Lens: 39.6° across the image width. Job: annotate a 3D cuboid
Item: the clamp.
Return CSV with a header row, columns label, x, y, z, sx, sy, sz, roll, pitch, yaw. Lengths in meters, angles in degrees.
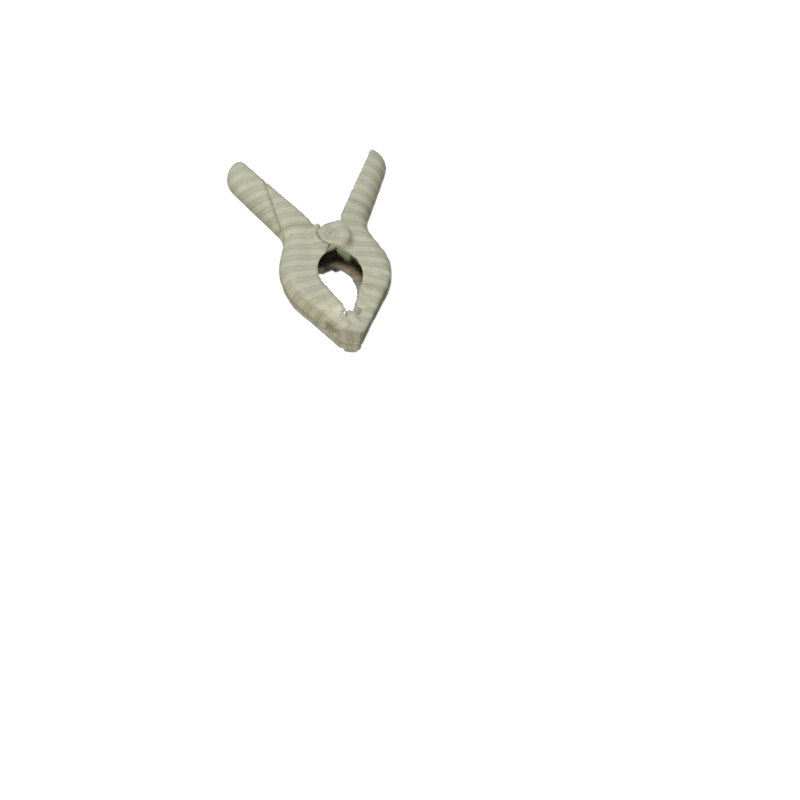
label,x,y,z,sx,sy,sz,roll,pitch,yaw
clamp,-0.062,-0.113,0.794,0.119,0.184,0.037,-4,-37,-4
